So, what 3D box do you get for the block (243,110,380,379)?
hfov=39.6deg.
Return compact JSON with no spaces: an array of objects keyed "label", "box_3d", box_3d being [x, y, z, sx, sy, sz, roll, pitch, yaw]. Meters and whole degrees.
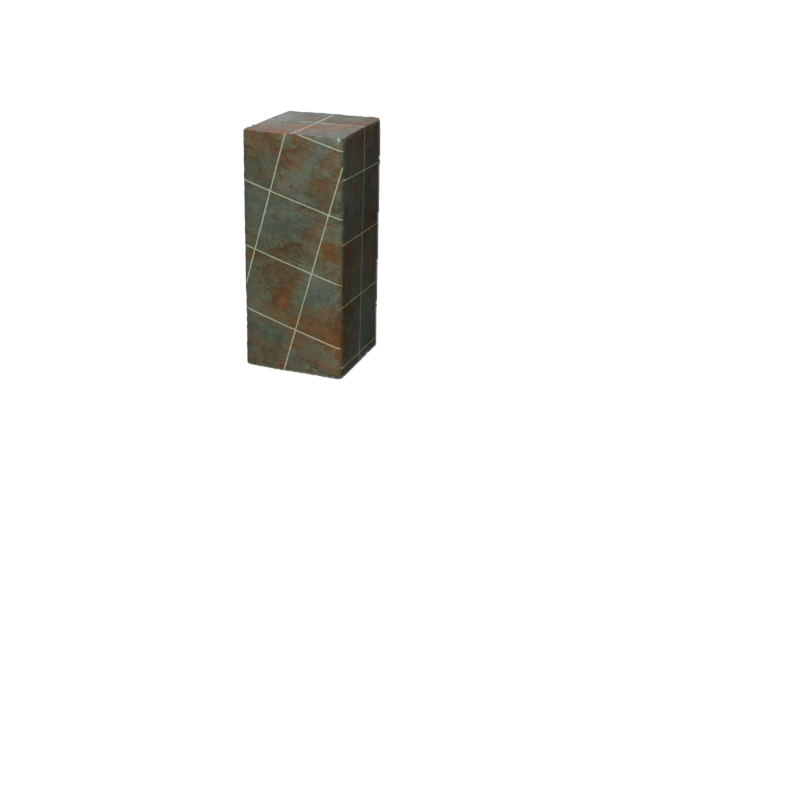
[{"label":"block","box_3d":[-0.073,-0.135,0.945,0.093,0.198,0.092,8,20,20]}]
